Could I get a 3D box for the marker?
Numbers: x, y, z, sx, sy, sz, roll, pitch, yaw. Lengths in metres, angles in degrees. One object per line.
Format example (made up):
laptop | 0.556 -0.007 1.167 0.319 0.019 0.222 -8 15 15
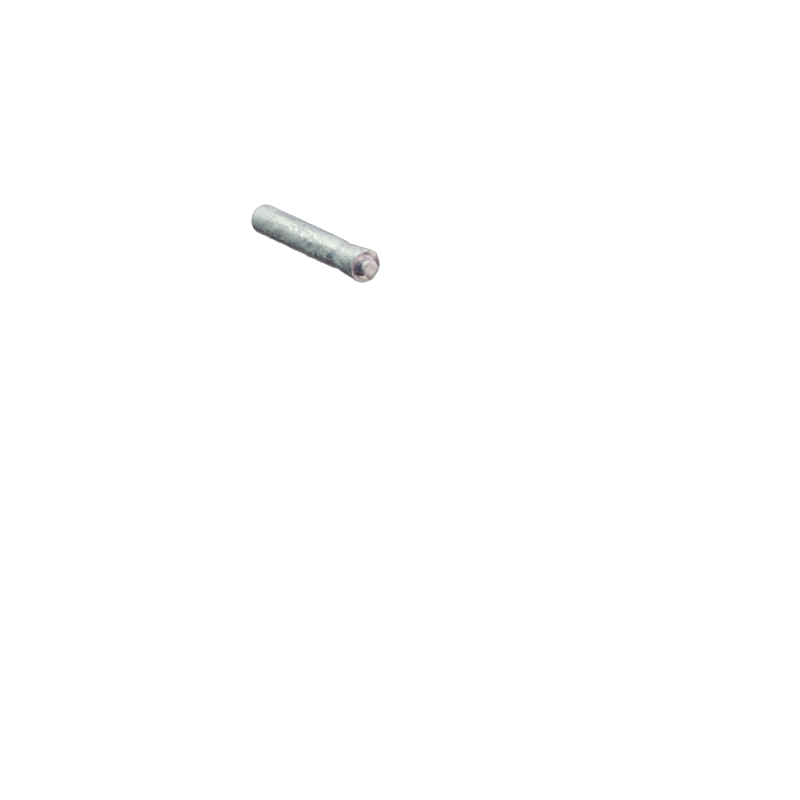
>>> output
marker | -0.050 -0.091 0.640 0.019 0.019 0.129 -3 21 -34
